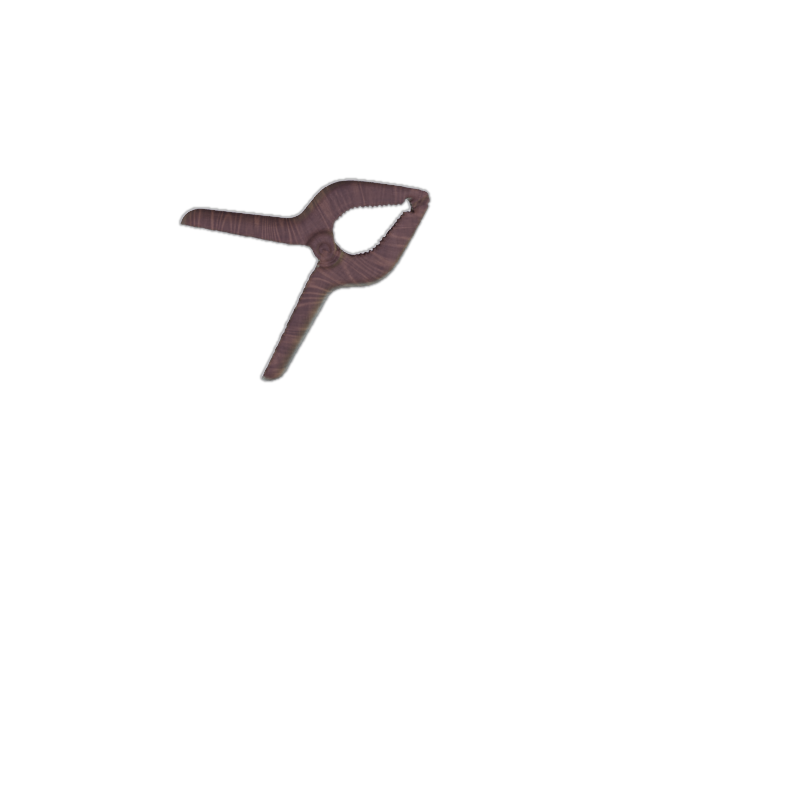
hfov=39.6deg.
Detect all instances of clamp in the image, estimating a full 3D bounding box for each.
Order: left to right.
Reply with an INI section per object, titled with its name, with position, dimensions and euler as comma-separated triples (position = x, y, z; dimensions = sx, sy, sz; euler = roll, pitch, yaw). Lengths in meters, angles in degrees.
[clamp]
position = -0.075, -0.137, 0.959
dimensions = 0.210, 0.163, 0.037
euler = -34, 5, 3
